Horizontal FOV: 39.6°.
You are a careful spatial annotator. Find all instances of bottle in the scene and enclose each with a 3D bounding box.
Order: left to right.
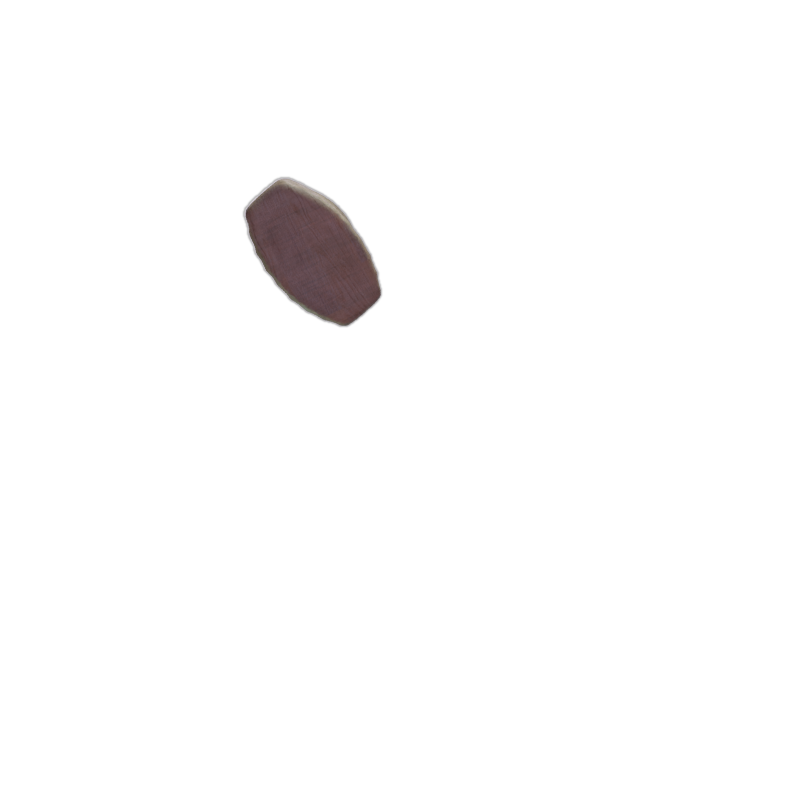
[{"bbox_3d":[-0.059,-0.107,0.752,0.058,0.094,0.196,-43,11,5],"label":"bottle"}]
